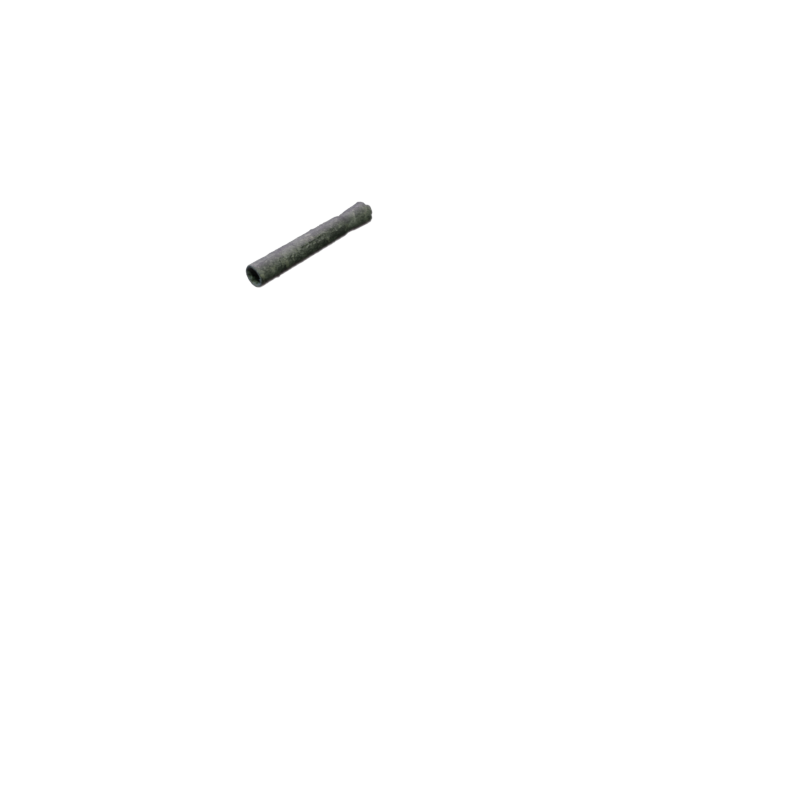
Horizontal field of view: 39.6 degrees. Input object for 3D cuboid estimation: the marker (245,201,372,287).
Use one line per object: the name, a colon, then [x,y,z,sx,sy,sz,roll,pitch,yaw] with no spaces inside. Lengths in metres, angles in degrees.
marker: [-0.066,-0.120,0.842,0.122,0.019,0.021,-36,25,-33]
